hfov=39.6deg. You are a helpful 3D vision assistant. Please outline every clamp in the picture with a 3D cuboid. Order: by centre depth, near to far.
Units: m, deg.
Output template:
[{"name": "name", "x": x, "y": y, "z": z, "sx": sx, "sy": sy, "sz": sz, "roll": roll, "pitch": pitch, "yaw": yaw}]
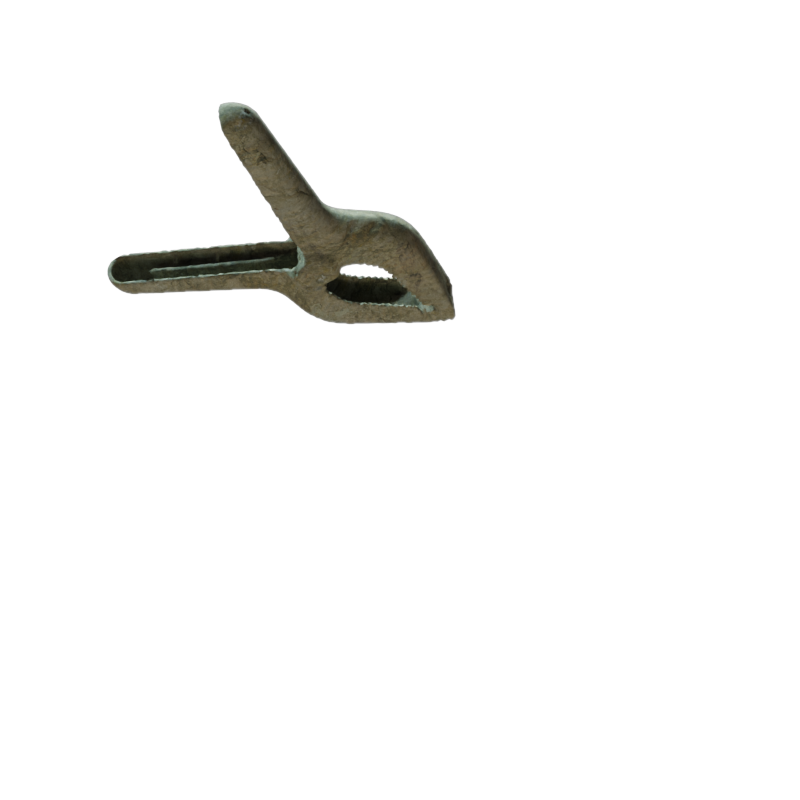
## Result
[{"name": "clamp", "x": -0.052, "y": -0.094, "z": 0.658, "sx": 0.203, "sy": 0.039, "sz": 0.159, "roll": 14, "pitch": -37, "yaw": -20}]
